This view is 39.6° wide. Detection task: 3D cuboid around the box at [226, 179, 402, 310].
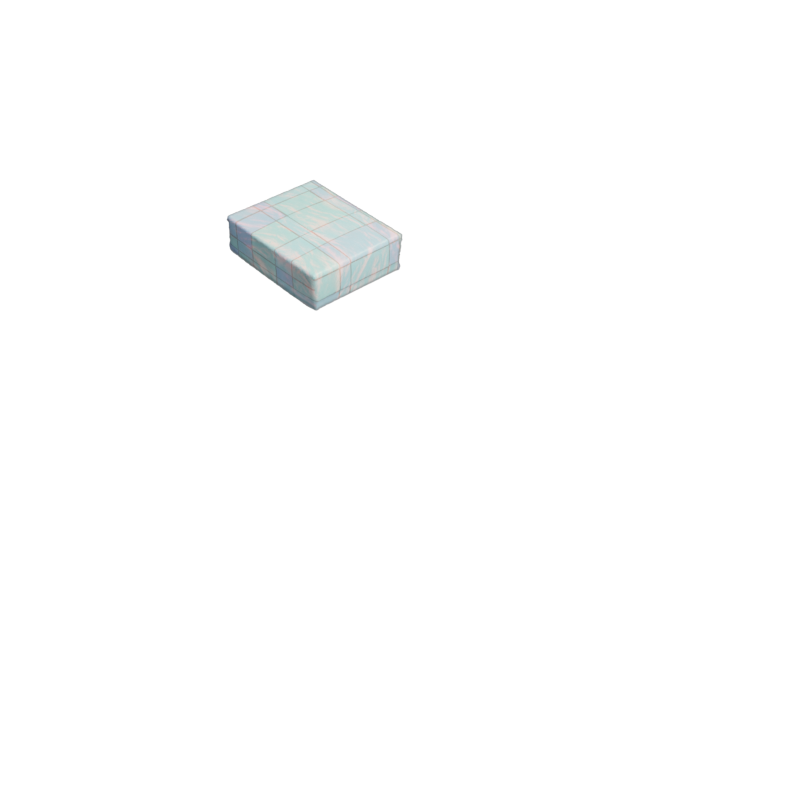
[{"bbox_3d":[-0.069,-0.125,0.874,0.090,0.036,0.122,-29,48,-30],"label":"box"}]
